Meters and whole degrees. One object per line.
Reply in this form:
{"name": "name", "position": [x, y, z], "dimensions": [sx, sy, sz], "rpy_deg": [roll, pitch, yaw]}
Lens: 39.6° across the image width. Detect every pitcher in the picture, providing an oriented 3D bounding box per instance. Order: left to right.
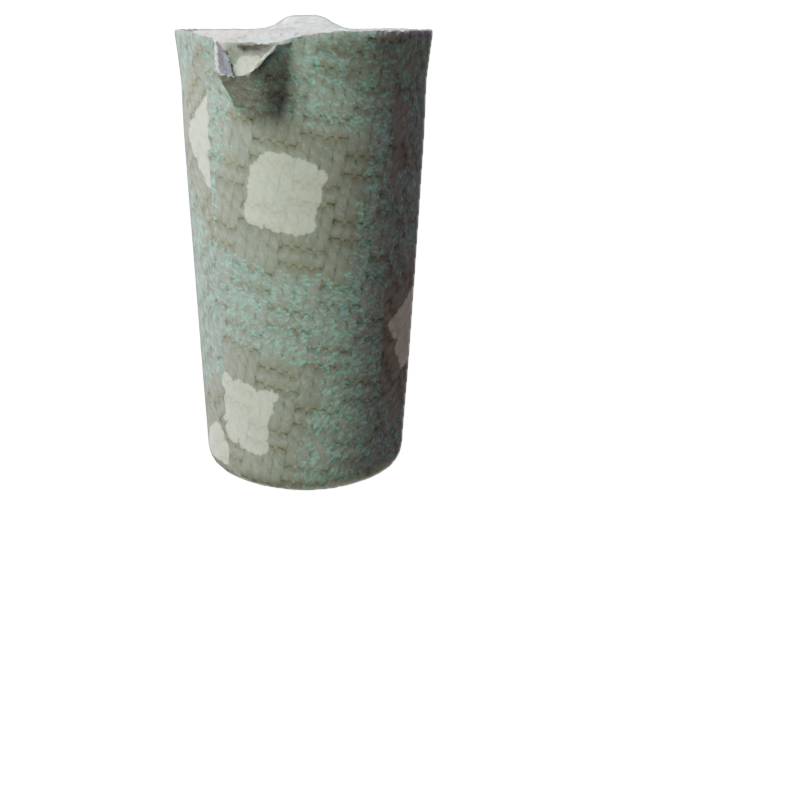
{"name": "pitcher", "position": [-0.047, -0.087, 0.606], "dimensions": [0.146, 0.236, 0.153], "rpy_deg": [-6, 16, -25]}
